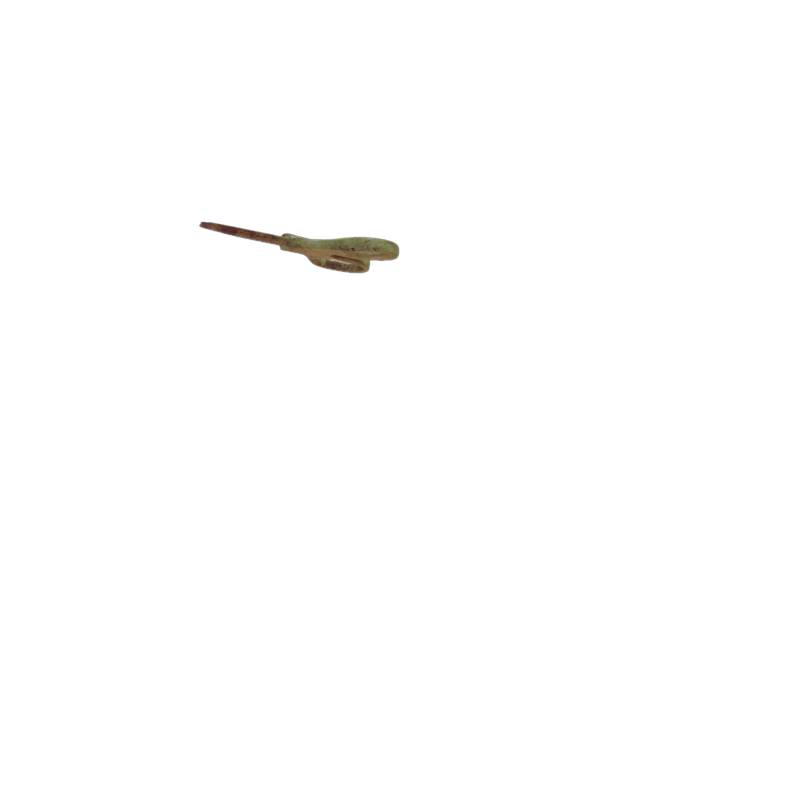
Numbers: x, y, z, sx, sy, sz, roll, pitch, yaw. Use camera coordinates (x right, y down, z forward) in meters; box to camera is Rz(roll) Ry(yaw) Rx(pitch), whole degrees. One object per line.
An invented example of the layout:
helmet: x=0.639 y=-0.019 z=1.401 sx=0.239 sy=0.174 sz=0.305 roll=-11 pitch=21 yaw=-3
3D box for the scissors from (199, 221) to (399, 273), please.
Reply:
scissors: x=-0.078 y=-0.142 z=0.992 sx=0.099 sy=0.016 sz=0.191 roll=-5 pitch=-9 yaw=34
